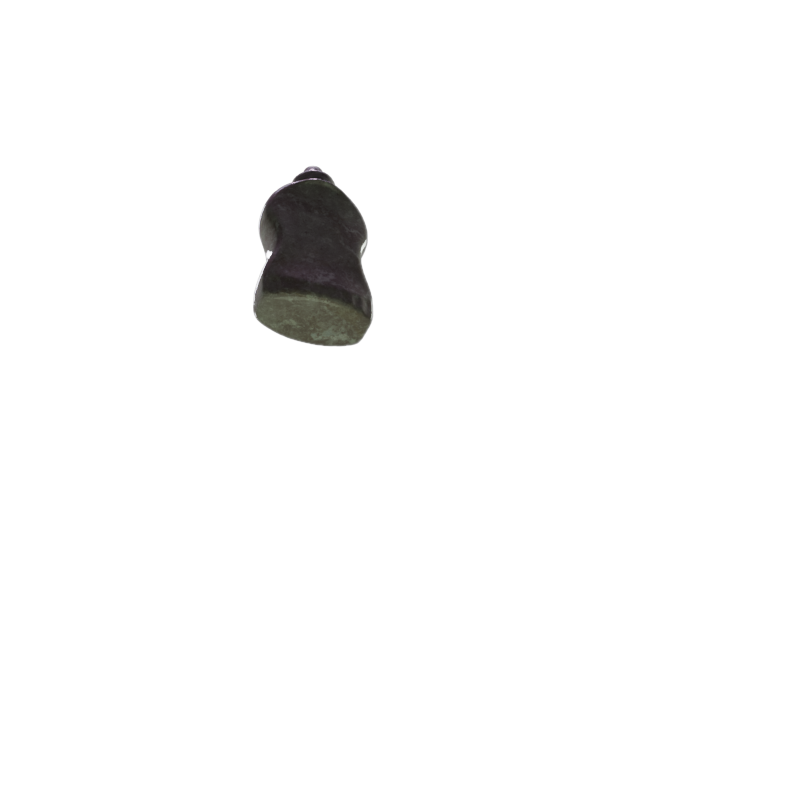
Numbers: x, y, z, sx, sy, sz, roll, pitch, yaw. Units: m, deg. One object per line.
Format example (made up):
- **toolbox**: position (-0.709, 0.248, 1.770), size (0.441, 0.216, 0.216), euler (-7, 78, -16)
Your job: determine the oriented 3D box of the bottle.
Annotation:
- **bottle**: position (-0.075, -0.136, 0.958), size (0.094, 0.206, 0.056), euler (11, -45, -15)
